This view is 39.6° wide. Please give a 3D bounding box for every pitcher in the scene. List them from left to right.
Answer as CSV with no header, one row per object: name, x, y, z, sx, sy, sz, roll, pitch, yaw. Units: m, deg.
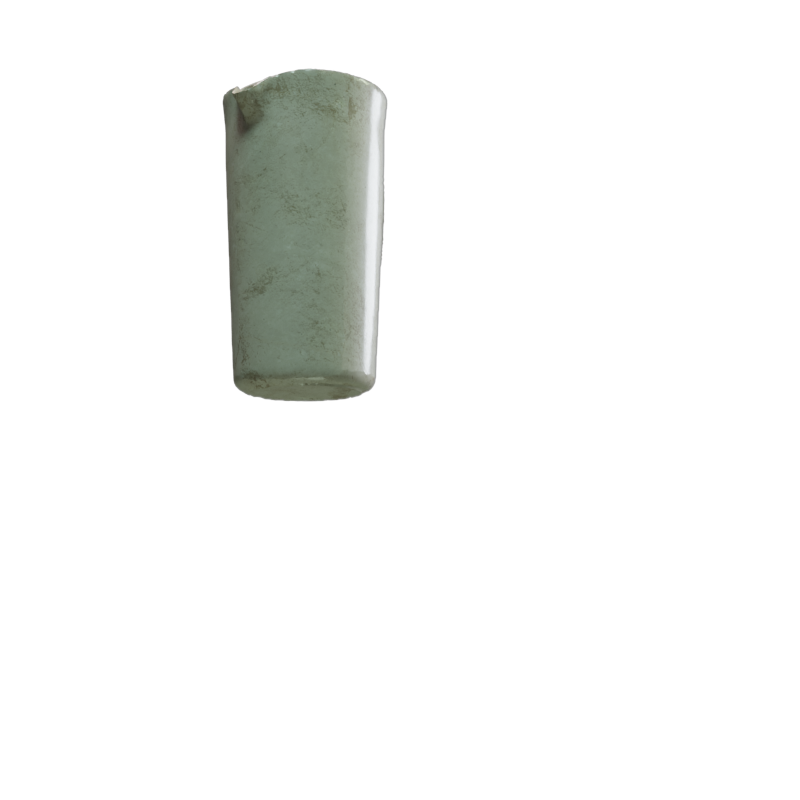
pitcher,-0.068,-0.125,0.875,0.146,0.252,0.143,2,-14,-13
